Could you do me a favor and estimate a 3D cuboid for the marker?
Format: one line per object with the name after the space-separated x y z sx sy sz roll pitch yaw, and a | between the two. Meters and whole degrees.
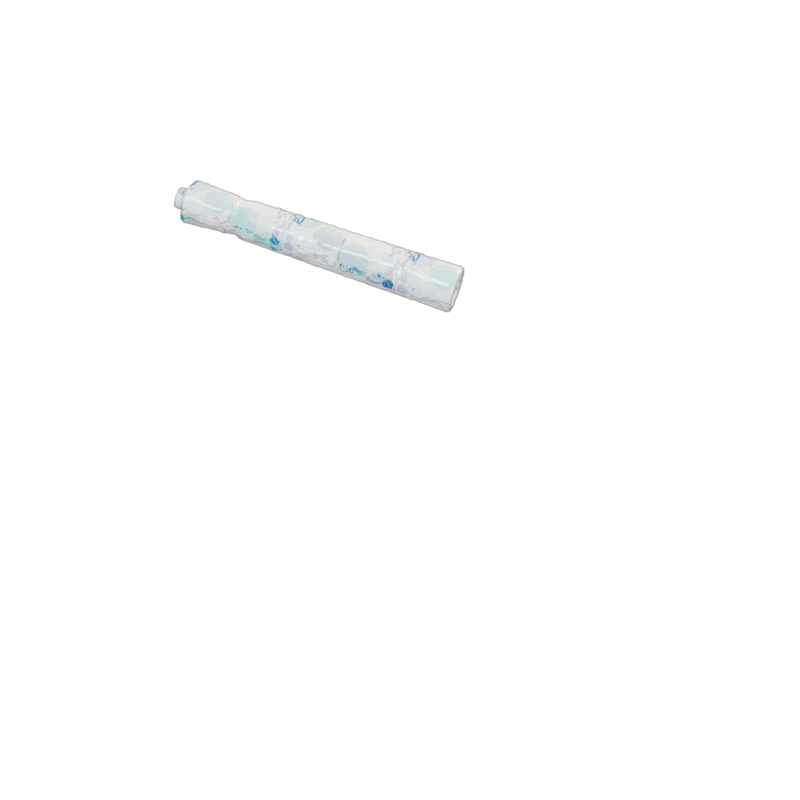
-0.035 -0.063 0.442 0.124 0.019 0.019 20 8 14 | marker
